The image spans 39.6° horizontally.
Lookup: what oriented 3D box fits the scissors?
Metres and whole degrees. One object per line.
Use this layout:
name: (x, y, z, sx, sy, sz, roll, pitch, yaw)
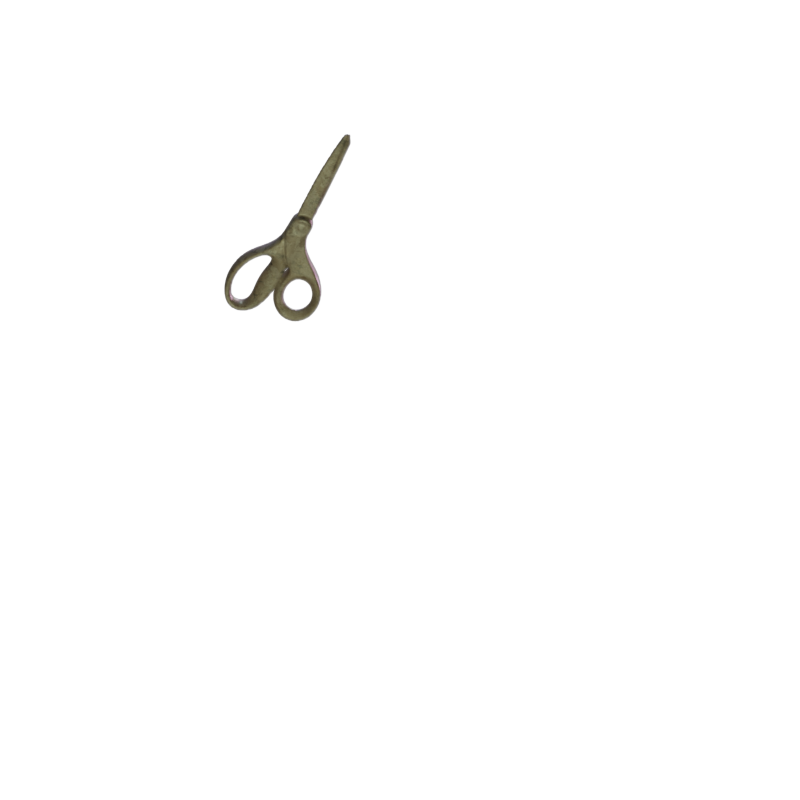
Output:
scissors: (-0.077, -0.140, 0.983, 0.091, 0.198, 0.017, 36, 28, -23)
